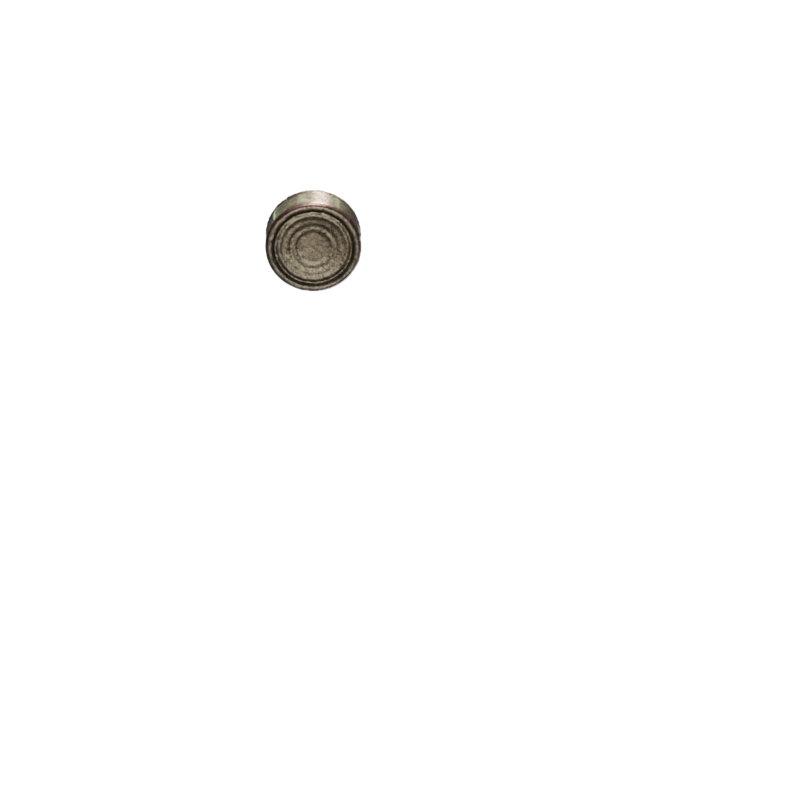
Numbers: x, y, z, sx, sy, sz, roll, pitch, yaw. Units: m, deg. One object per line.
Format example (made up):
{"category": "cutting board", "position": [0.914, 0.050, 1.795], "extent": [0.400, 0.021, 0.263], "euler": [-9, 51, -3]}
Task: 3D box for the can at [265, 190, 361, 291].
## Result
{"category": "can", "position": [-0.077, -0.140, 0.984], "extent": [0.086, 0.081, 0.035], "euler": [1, 25, -1]}
